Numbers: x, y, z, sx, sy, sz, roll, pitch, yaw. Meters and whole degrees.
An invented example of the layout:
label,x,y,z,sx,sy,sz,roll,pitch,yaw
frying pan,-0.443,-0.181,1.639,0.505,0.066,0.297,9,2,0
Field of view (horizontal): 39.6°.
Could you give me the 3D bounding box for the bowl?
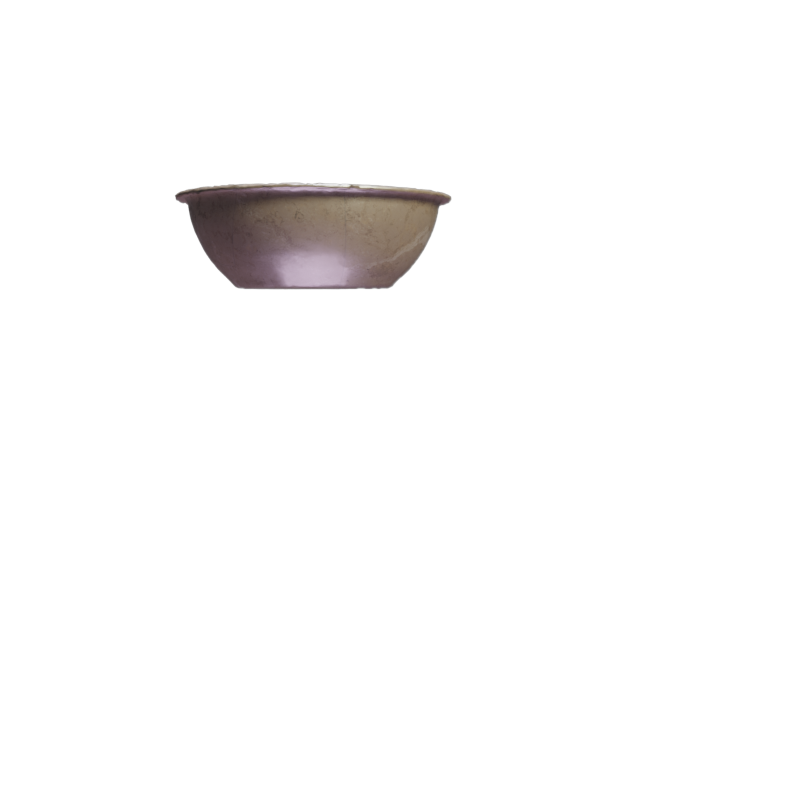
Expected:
label,x,y,z,sx,sy,sz,roll,pitch,yaw
bowl,-0.051,-0.093,0.648,0.162,0.055,0.163,0,4,-2
